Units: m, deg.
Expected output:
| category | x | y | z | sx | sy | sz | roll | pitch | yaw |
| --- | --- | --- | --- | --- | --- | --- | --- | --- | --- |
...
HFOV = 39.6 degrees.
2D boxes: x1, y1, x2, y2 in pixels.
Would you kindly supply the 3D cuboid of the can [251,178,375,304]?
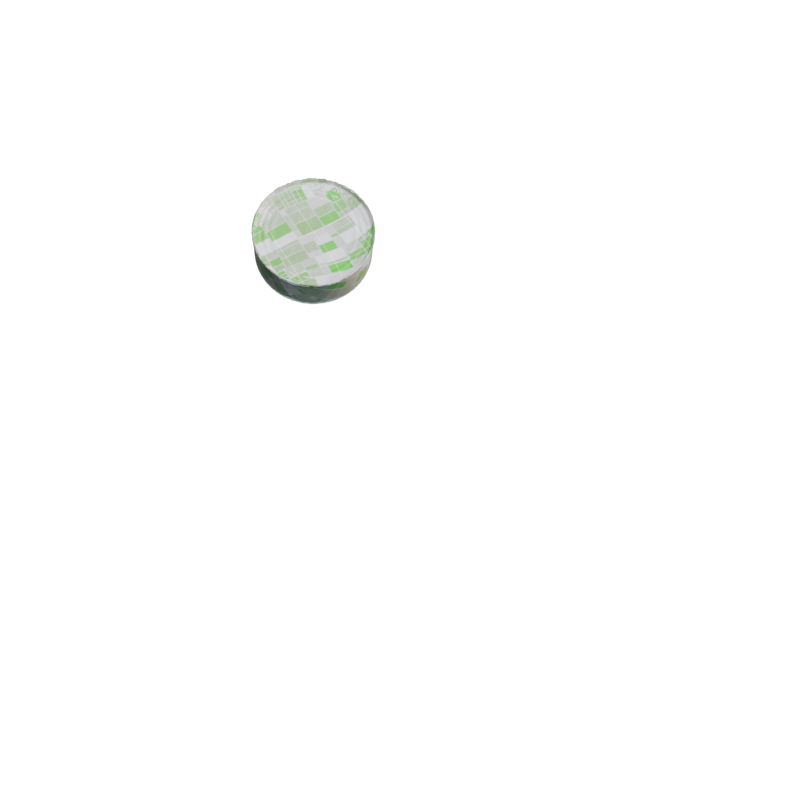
| category | x | y | z | sx | sy | sz | roll | pitch | yaw |
| --- | --- | --- | --- | --- | --- | --- | --- | --- | --- |
| can | -0.061 | -0.112 | 0.782 | 0.086 | 0.091 | 0.032 | -1 | -27 | -1 |
